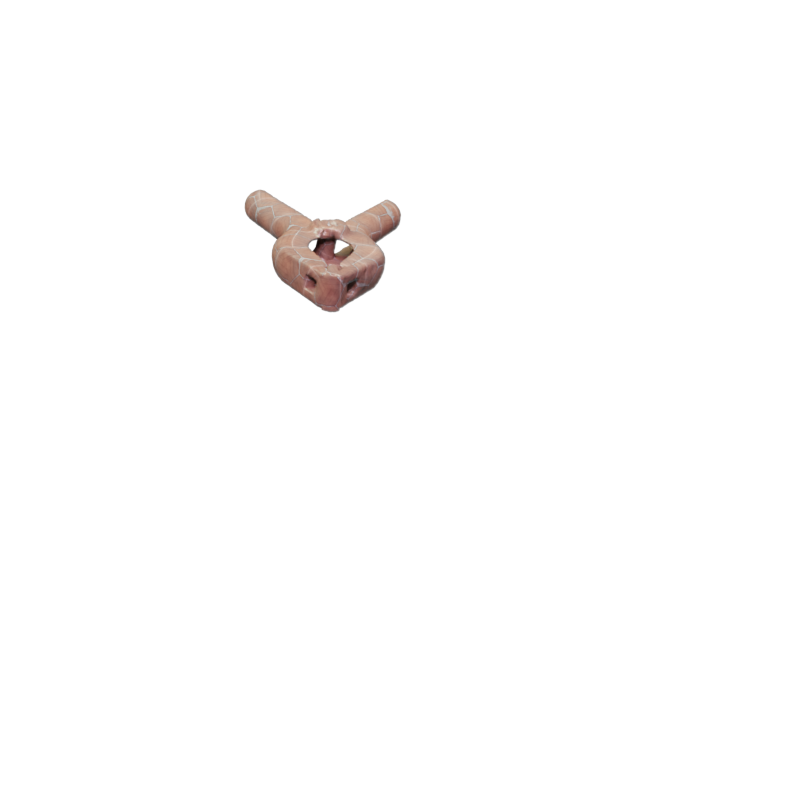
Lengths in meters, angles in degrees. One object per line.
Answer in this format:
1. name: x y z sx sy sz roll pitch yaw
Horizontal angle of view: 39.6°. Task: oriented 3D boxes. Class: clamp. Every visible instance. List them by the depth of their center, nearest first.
1. clamp: -0.063 -0.114 0.801 0.121 0.037 0.179 2 26 3
